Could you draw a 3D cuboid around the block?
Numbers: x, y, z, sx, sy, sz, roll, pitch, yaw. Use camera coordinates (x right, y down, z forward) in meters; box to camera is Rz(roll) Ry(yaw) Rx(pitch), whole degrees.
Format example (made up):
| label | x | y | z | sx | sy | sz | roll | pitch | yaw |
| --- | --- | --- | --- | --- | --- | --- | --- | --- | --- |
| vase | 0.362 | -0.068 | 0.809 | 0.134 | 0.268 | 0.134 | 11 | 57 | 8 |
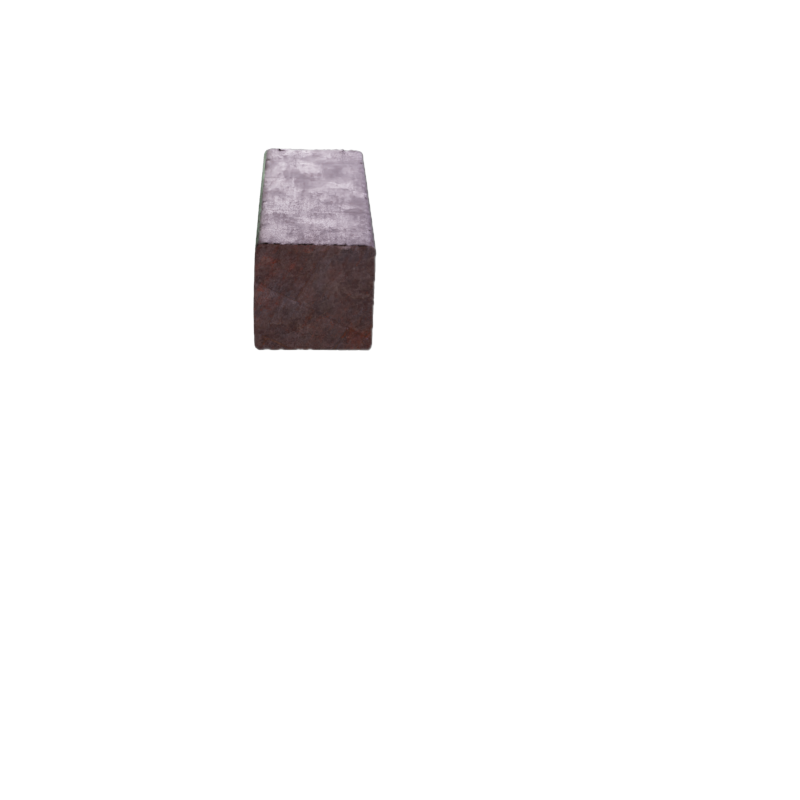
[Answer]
| label | x | y | z | sx | sy | sz | roll | pitch | yaw |
| --- | --- | --- | --- | --- | --- | --- | --- | --- | --- |
| block | -0.072 | -0.131 | 0.912 | 0.090 | 0.085 | 0.219 | 0 | 30 | -4 |
